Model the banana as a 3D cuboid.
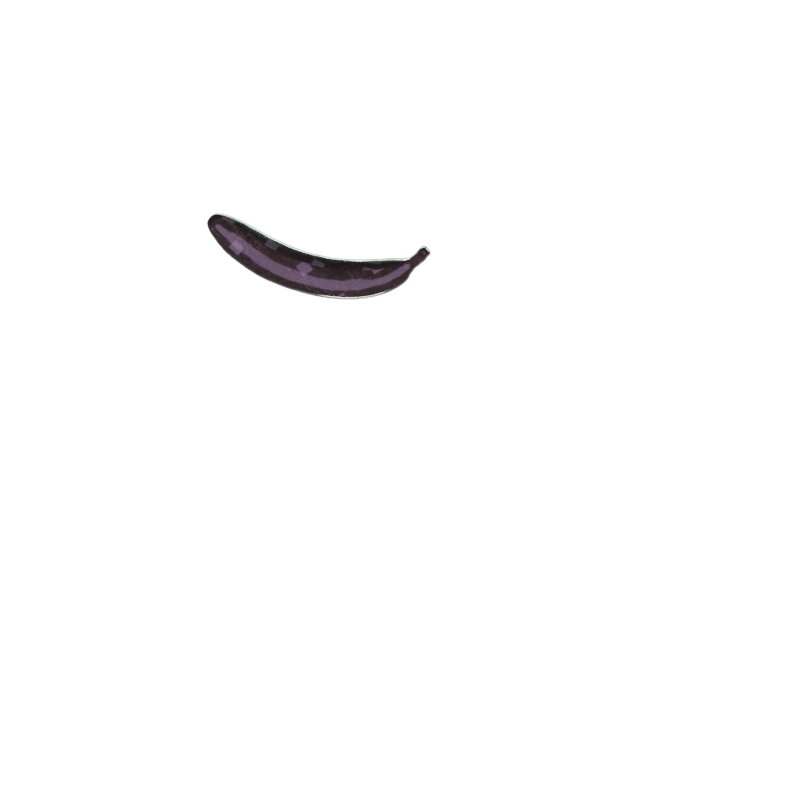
[{"bbox_3d":[-0.077,-0.125,0.995,0.196,0.066,0.039,7,28,-4],"label":"banana"}]
